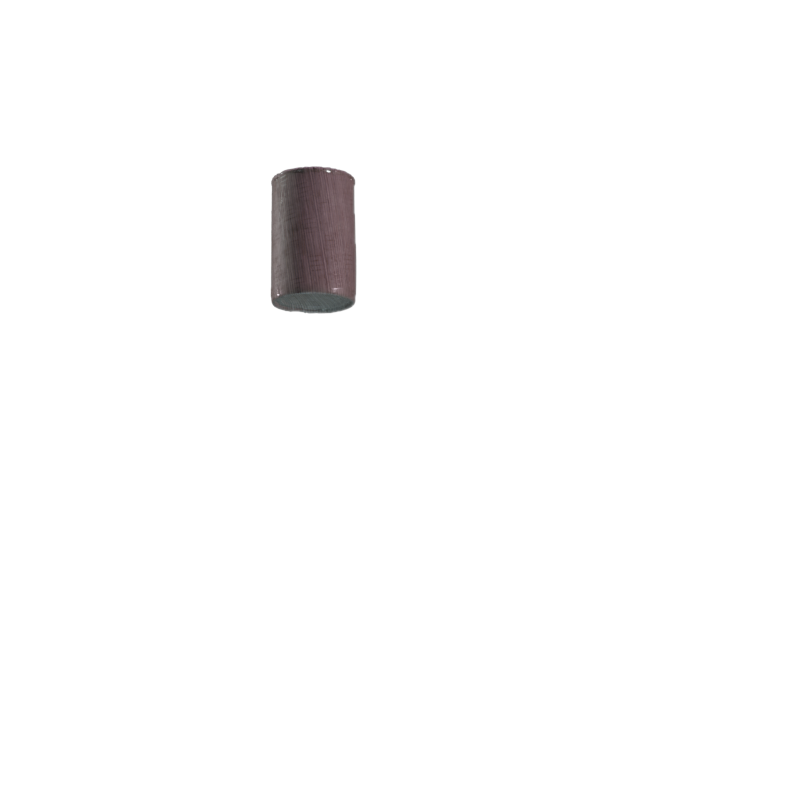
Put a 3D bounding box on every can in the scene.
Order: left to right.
[{"bbox_3d":[-0.069,-0.125,0.876,0.068,0.106,0.066,0,-15,-2],"label":"can"}]
